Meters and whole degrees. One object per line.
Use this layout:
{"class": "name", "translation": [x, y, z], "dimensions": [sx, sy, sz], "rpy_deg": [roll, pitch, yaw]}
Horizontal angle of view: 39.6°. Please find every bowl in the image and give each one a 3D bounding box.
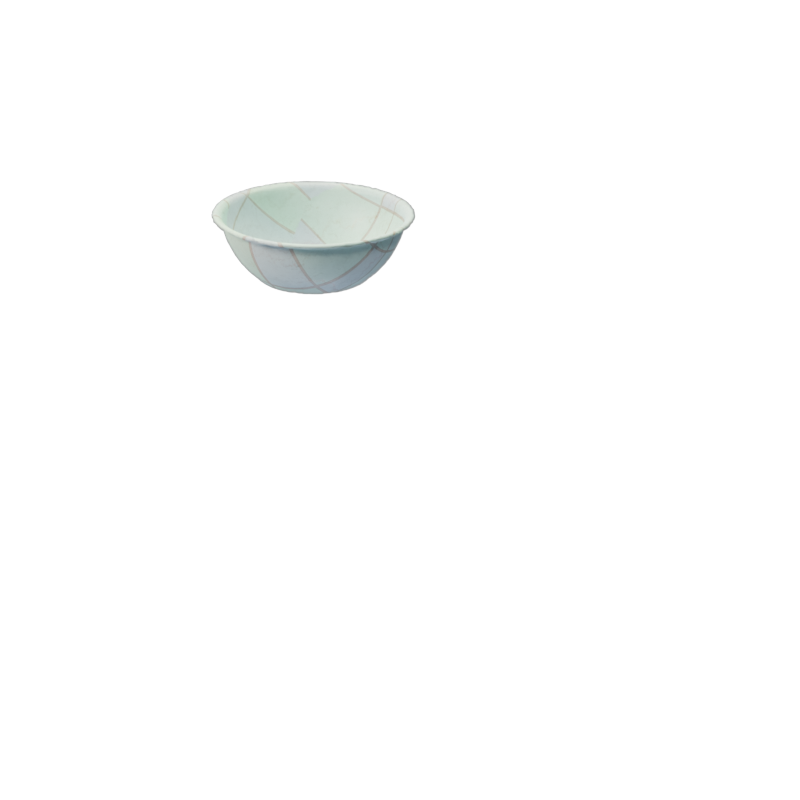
{"class": "bowl", "translation": [-0.070, -0.127, 0.889], "dimensions": [0.162, 0.052, 0.171], "rpy_deg": [-1, 26, -2]}
